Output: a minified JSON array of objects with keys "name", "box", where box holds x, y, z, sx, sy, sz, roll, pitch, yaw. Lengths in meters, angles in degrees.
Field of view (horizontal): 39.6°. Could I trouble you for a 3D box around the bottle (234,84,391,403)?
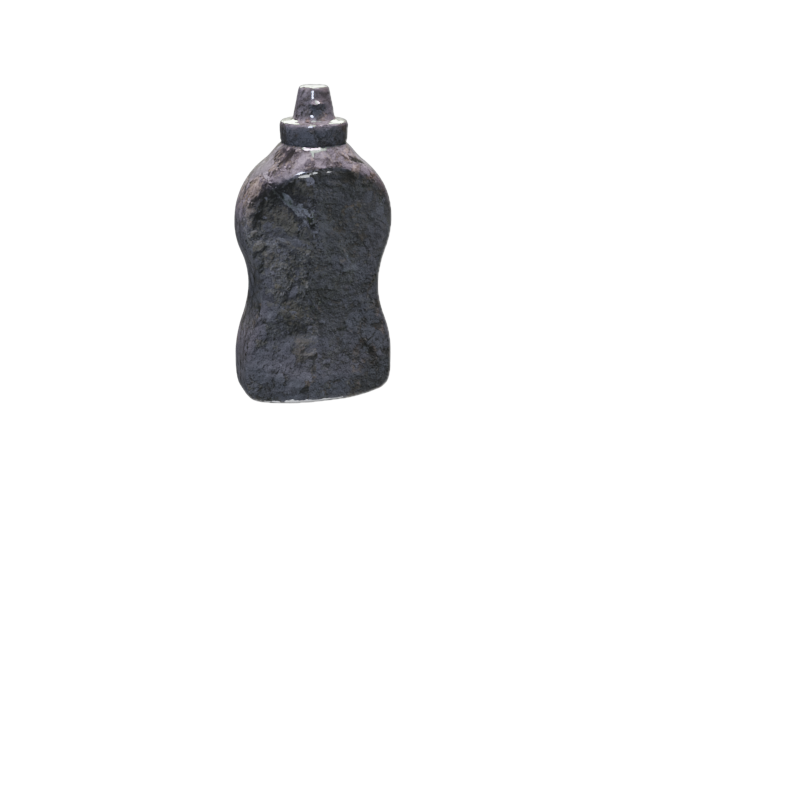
[{"name":"bottle","box":[-0.053,-0.097,0.681,0.094,0.185,0.061,-4,16,-16]}]
